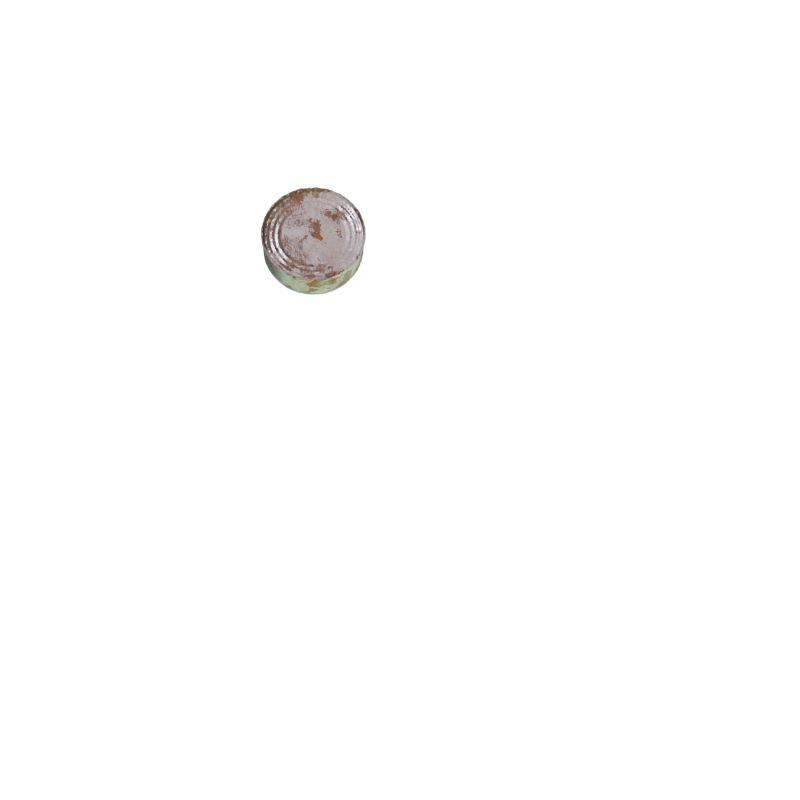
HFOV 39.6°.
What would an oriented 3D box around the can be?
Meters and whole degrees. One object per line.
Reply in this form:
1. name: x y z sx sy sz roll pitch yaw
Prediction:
1. can: -0.072 -0.132 0.921 0.086 0.091 0.032 -1 -24 -1
